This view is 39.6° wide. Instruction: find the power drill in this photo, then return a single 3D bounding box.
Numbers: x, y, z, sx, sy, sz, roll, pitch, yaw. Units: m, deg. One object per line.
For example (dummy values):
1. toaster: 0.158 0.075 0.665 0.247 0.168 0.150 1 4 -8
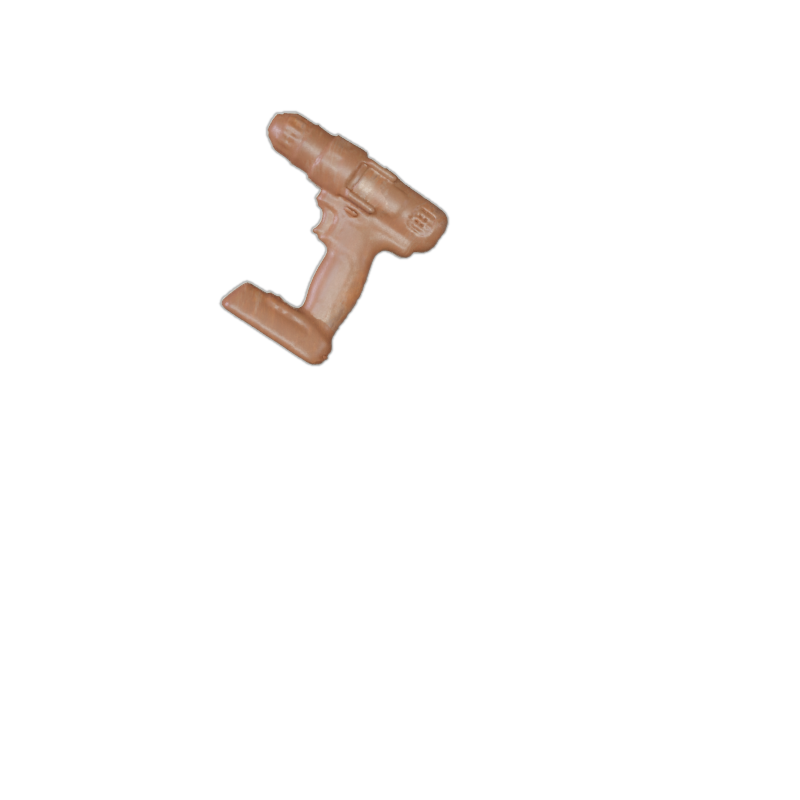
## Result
1. power drill: -0.077 -0.141 0.985 0.185 0.188 0.057 34 -3 1
